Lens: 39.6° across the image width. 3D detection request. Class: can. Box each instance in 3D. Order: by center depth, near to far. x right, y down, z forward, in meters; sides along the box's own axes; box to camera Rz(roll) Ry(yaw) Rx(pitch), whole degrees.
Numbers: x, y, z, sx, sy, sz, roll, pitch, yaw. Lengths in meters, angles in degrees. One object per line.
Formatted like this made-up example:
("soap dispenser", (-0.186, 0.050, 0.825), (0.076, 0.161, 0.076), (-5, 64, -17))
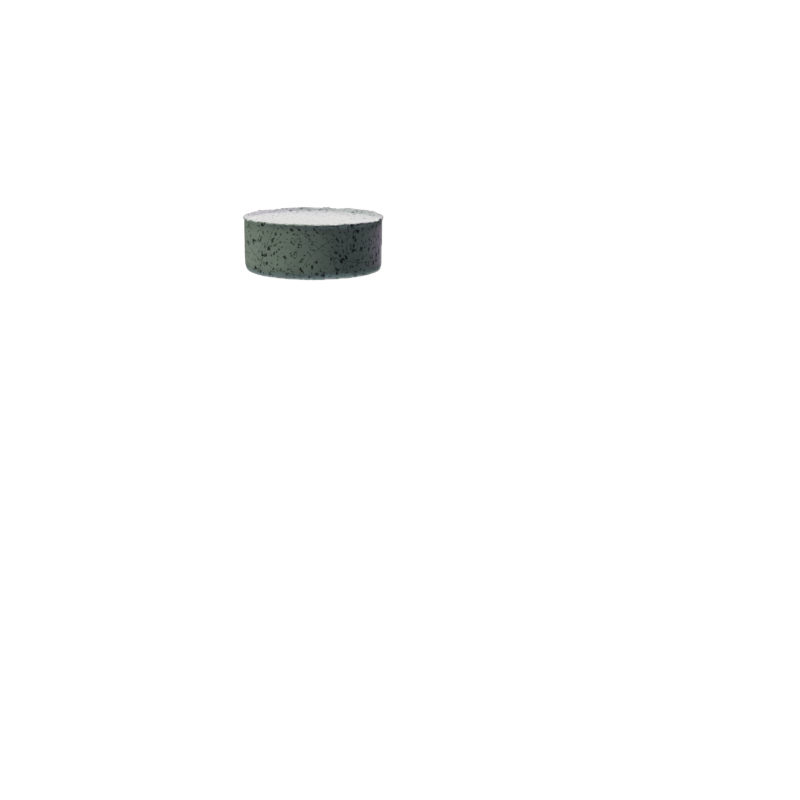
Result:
("can", (-0.053, -0.097, 0.681), (0.086, 0.033, 0.089), (0, 15, -2))
